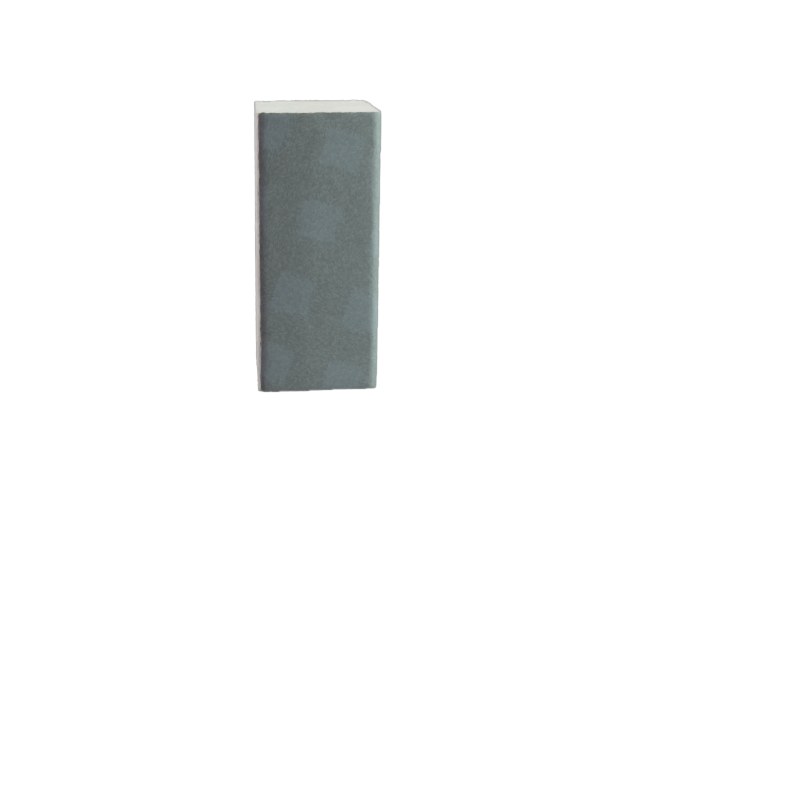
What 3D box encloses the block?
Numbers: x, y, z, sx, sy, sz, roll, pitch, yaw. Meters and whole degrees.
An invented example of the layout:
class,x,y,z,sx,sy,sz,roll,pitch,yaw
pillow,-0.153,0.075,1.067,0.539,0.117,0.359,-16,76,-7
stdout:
class,x,y,z,sx,sy,sz,roll,pitch,yaw
block,-0.065,-0.119,0.837,0.089,0.200,0.094,-1,14,-7
